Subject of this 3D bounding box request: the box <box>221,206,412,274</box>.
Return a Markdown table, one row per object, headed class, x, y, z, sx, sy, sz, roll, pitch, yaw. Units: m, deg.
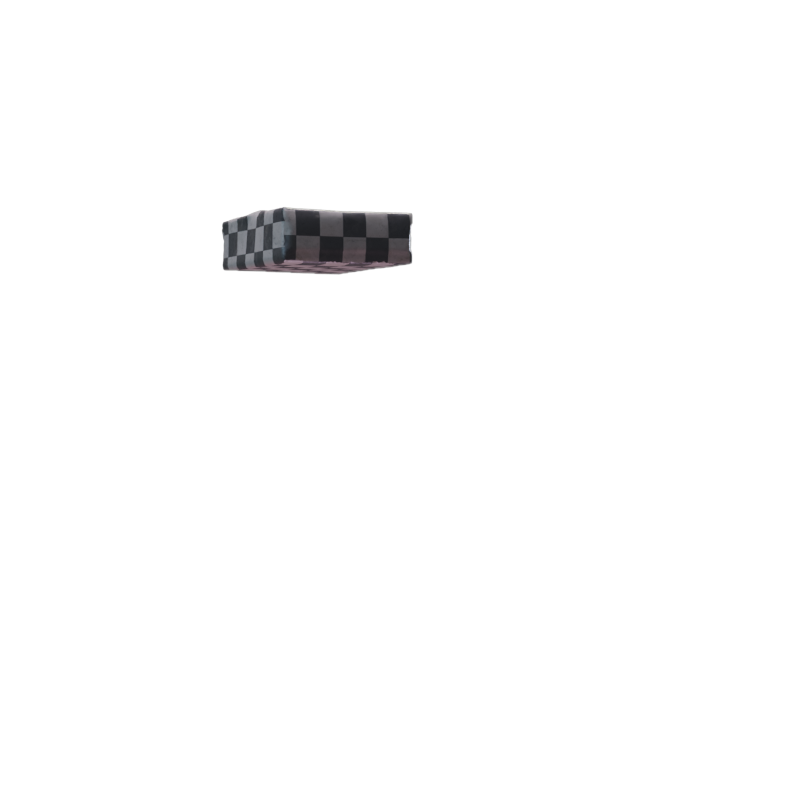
| class | x | y | z | sx | sy | sz | roll | pitch | yaw |
| --- | --- | --- | --- | --- | --- | --- | --- | --- | --- |
| box | -0.046 | -0.084 | 0.590 | 0.071 | 0.030 | 0.092 | -1 | 3 | -27 |
